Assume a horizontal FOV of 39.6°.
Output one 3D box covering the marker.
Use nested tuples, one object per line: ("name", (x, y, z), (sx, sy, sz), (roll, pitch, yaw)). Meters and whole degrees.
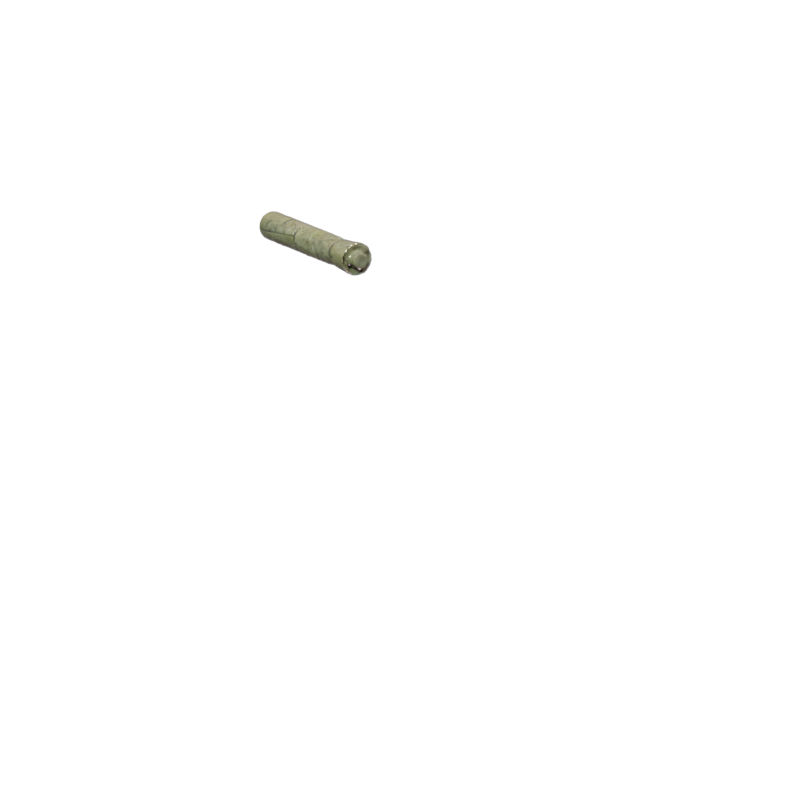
("marker", (-0.052, -0.094, 0.660), (0.019, 0.019, 0.128), (-2, 18, -29))
